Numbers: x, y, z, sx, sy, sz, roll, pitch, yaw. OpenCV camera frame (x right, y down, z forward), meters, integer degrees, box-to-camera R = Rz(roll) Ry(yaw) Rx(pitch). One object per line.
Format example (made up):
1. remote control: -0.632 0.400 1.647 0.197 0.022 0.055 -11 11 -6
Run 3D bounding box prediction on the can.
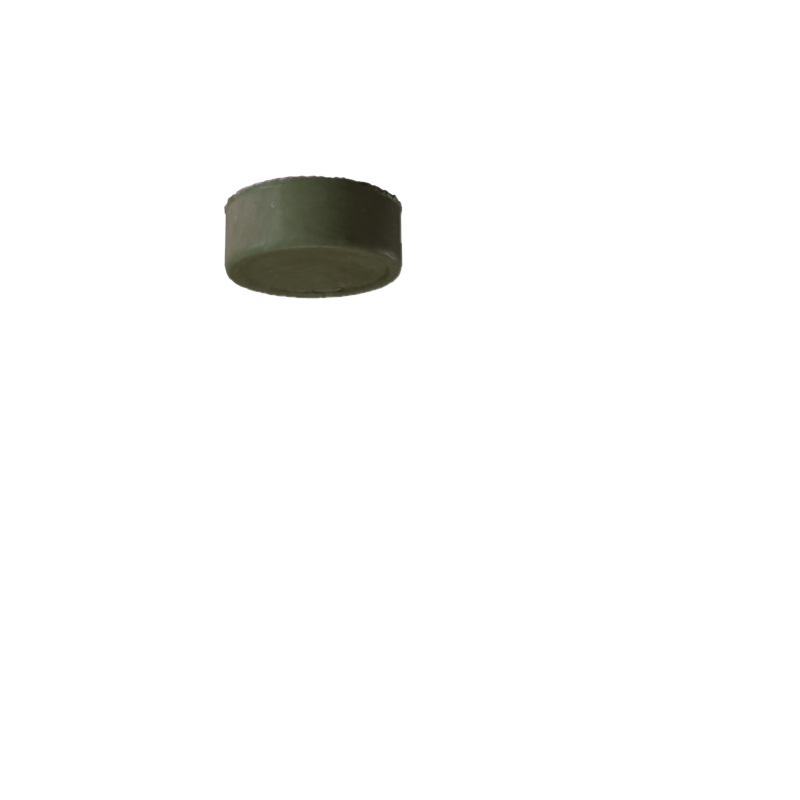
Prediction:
1. can: -0.041 -0.076 0.530 0.086 0.035 0.083 0 -13 -2
